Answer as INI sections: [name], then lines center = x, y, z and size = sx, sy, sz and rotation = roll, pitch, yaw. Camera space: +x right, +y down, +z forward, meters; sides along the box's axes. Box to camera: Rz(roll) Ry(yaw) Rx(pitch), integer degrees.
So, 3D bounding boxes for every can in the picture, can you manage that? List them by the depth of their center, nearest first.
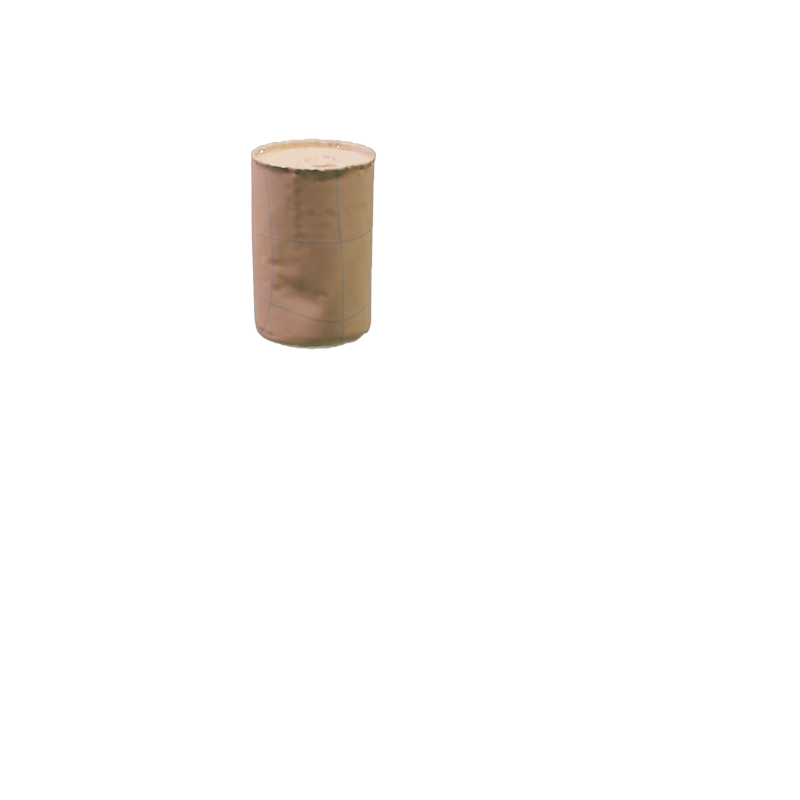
[can]
center = -0.048, -0.088, 0.614
size = 0.068, 0.098, 0.072
rotation = 0, 20, -2
